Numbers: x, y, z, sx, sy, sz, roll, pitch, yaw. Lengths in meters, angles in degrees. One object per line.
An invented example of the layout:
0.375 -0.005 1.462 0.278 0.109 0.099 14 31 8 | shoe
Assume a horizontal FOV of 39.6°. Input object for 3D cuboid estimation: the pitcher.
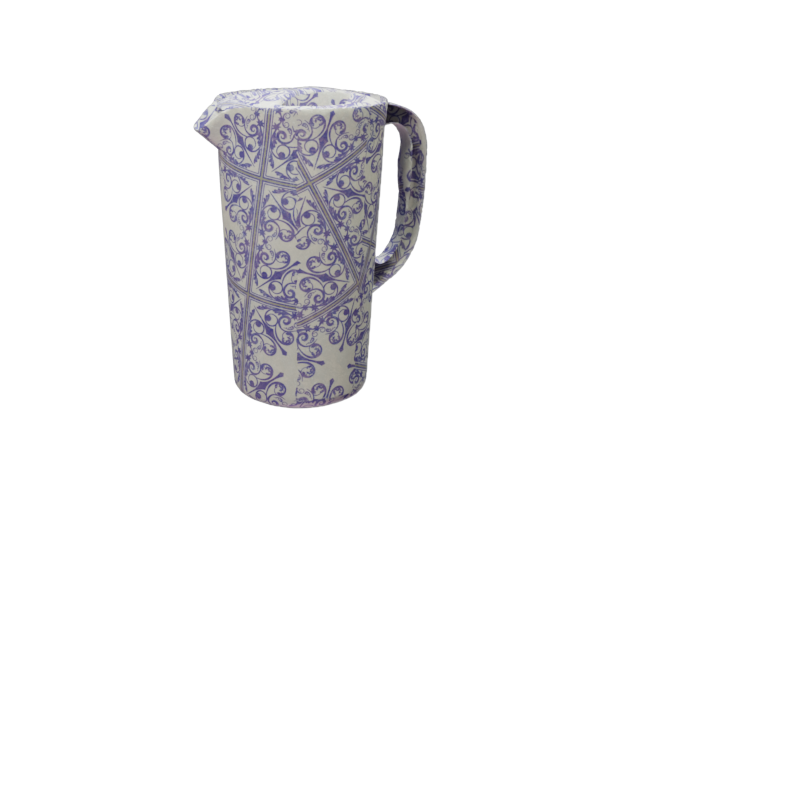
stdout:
-0.069 -0.125 0.875 0.154 0.234 0.146 7 18 18 | pitcher
